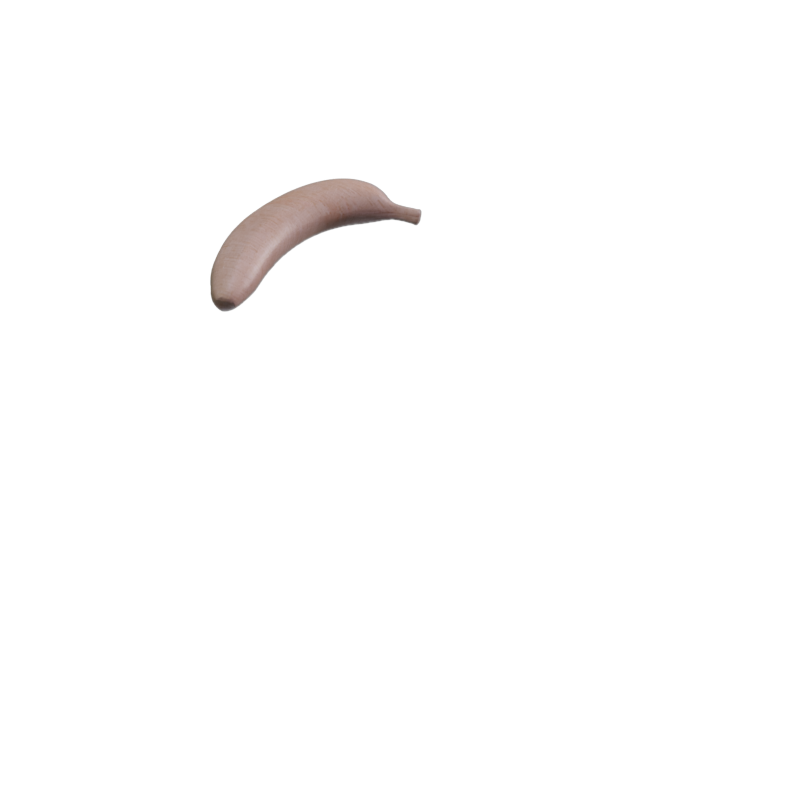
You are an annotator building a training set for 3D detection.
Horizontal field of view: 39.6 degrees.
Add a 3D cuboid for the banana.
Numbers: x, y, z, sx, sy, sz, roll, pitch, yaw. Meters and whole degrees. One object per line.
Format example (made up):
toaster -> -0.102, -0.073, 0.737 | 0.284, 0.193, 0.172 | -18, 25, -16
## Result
banana -> -0.072, -0.120, 0.784 | 0.074, 0.034, 0.198 | 27, 43, 33
